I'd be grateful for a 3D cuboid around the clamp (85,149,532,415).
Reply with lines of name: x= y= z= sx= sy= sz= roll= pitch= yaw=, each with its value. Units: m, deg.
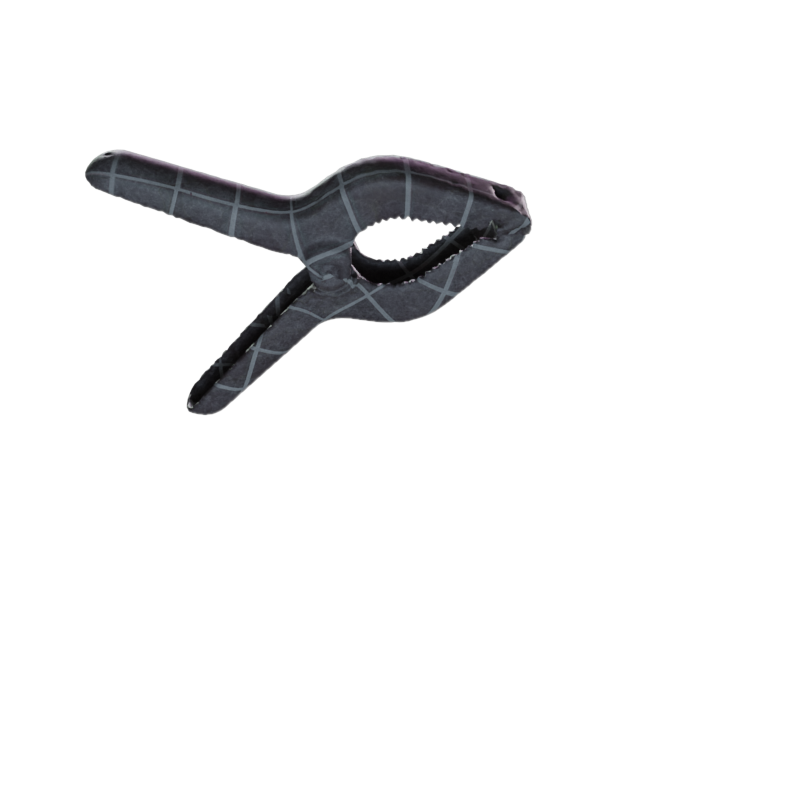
clamp: x=-0.043 y=-0.079 z=0.554 sx=0.211 sy=0.153 sz=0.039 roll=-17 pitch=36 yaw=12
